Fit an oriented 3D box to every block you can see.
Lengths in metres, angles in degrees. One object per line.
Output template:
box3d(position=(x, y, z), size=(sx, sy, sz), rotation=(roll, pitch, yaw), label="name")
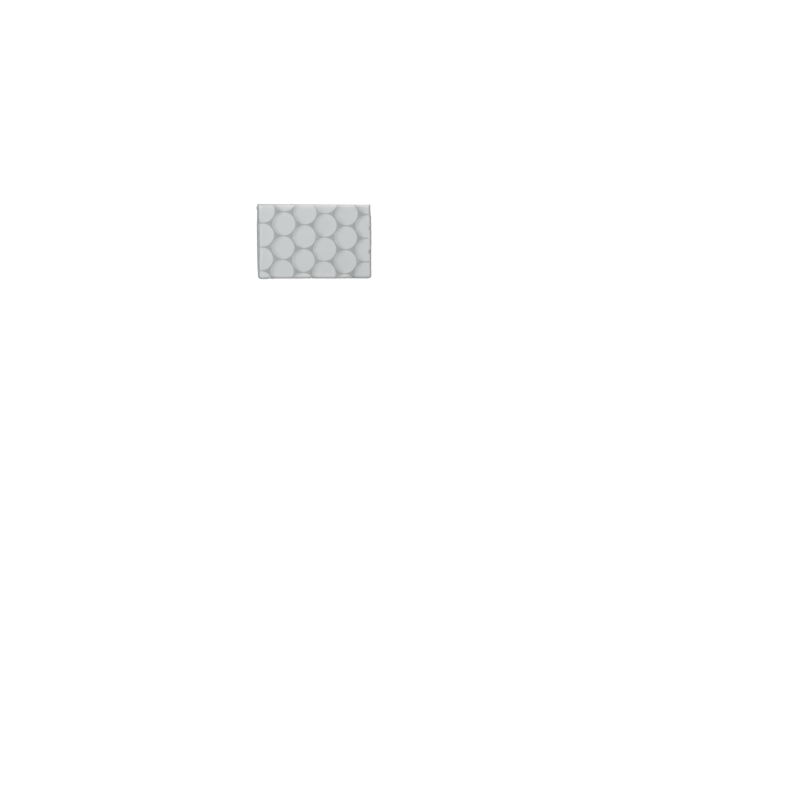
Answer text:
box3d(position=(-0.060, -0.109, 0.765), size=(0.077, 0.051, 0.053), rotation=(0, 3, -6), label="block")
